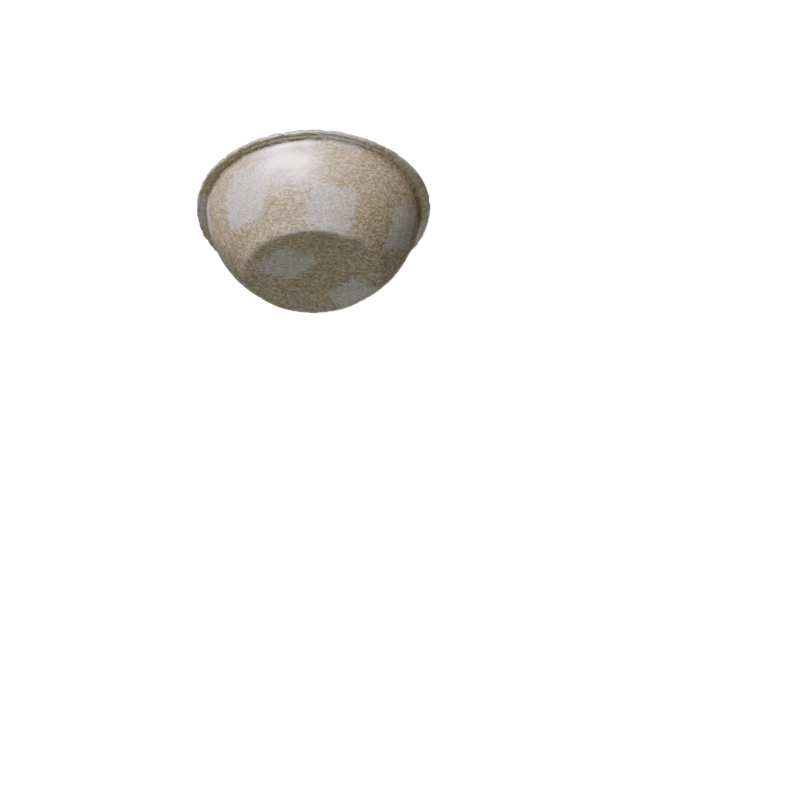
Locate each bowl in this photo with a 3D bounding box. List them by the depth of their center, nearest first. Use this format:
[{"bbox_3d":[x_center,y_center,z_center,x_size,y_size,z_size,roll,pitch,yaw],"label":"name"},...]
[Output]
[{"bbox_3d":[-0.059,-0.107,0.750,0.162,0.059,0.151,1,-35,-2],"label":"bowl"}]
